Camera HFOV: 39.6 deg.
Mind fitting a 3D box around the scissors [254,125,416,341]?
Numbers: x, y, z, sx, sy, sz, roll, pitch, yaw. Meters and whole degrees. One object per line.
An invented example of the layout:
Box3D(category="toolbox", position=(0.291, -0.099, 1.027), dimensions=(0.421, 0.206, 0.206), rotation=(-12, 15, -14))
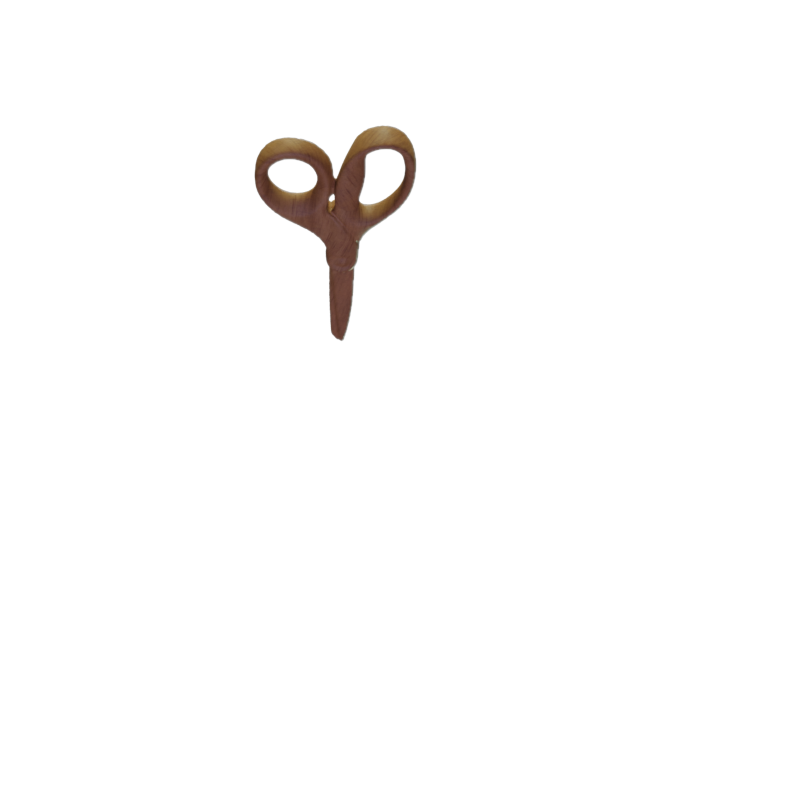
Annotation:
Box3D(category="scissors", position=(-0.051, -0.093, 0.652), dimensions=(0.094, 0.017, 0.193), rotation=(10, -33, -16))
